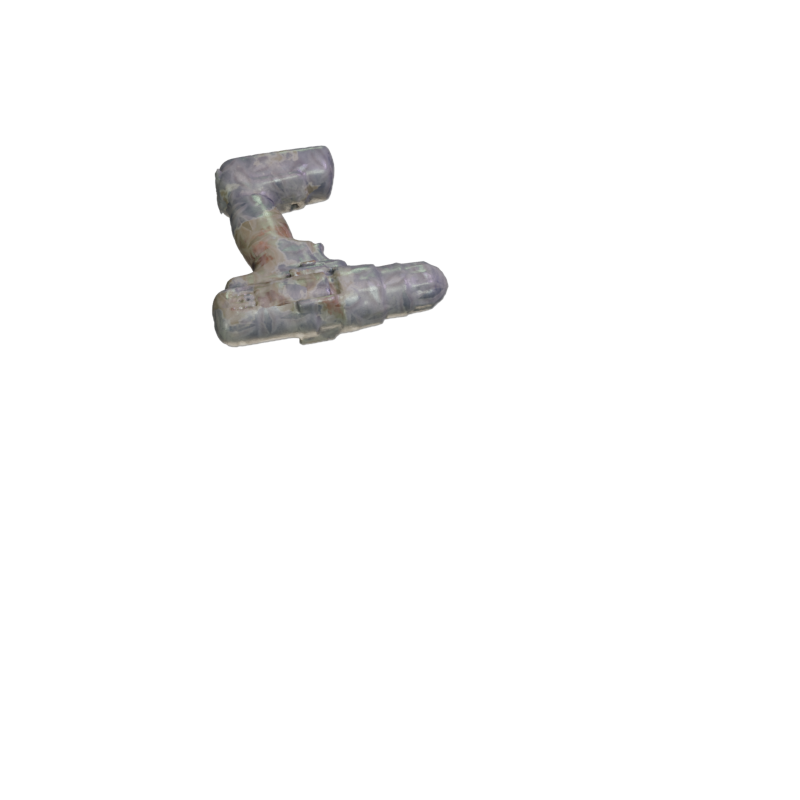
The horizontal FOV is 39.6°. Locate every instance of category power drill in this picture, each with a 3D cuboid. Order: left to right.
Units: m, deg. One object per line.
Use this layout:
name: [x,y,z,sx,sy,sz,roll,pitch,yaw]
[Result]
power drill: [-0.071,-0.129,0.905,0.183,0.203,0.053,-10,-43,-9]
